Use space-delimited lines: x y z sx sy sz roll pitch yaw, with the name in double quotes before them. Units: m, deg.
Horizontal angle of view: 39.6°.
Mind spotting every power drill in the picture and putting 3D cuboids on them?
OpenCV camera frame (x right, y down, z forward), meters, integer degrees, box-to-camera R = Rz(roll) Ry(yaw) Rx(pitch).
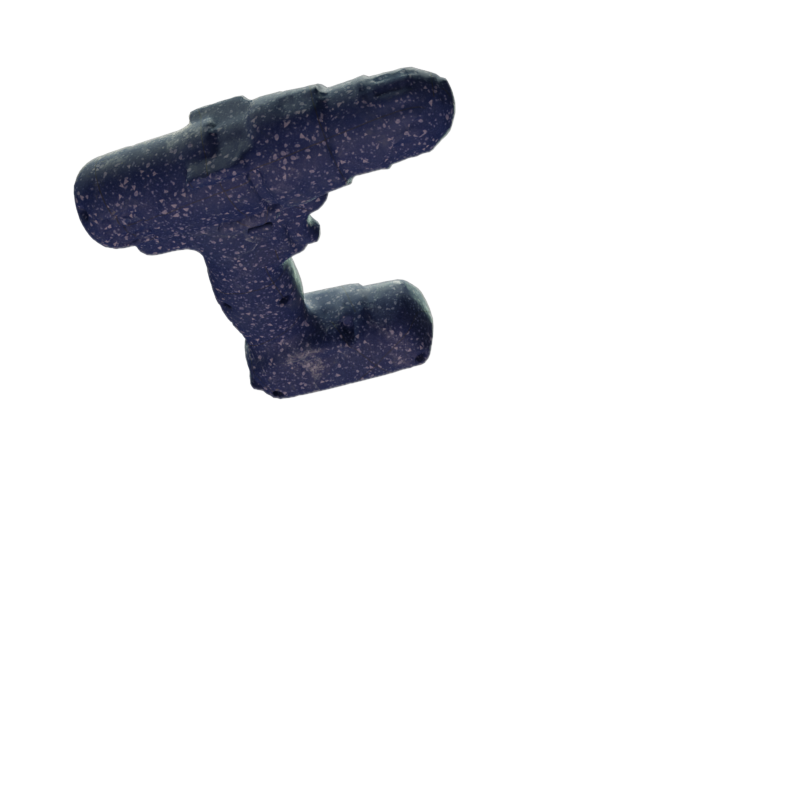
"power drill" -0.044 -0.080 0.561 0.186 0.061 0.173 -12 -38 15
